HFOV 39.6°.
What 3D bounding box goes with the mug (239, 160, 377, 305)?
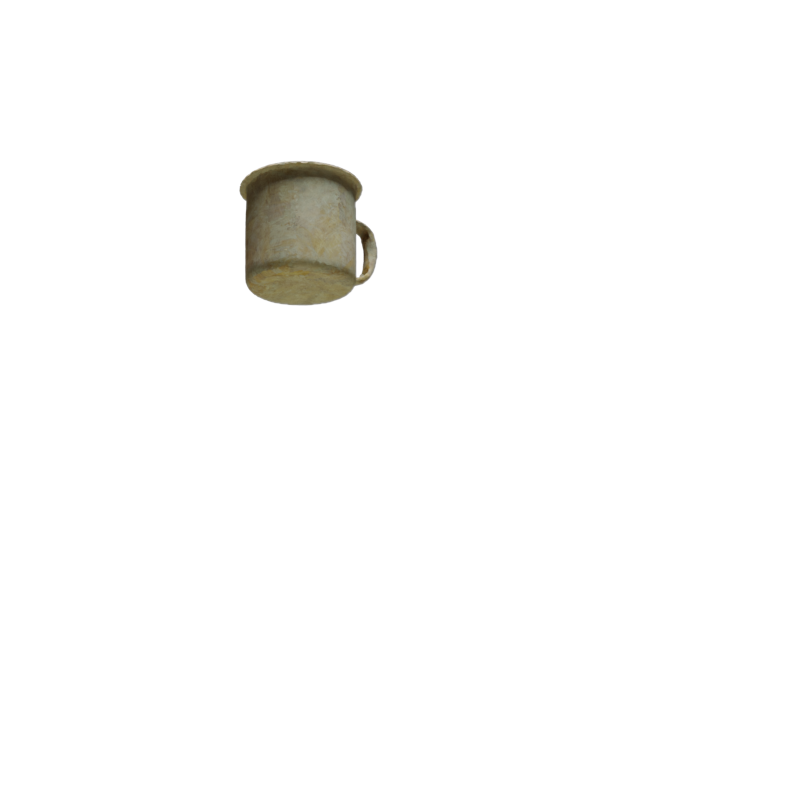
[{"bbox_3d":[-0.065,-0.118,0.829,0.111,0.086,0.094,15,-25,-39],"label":"mug"}]
